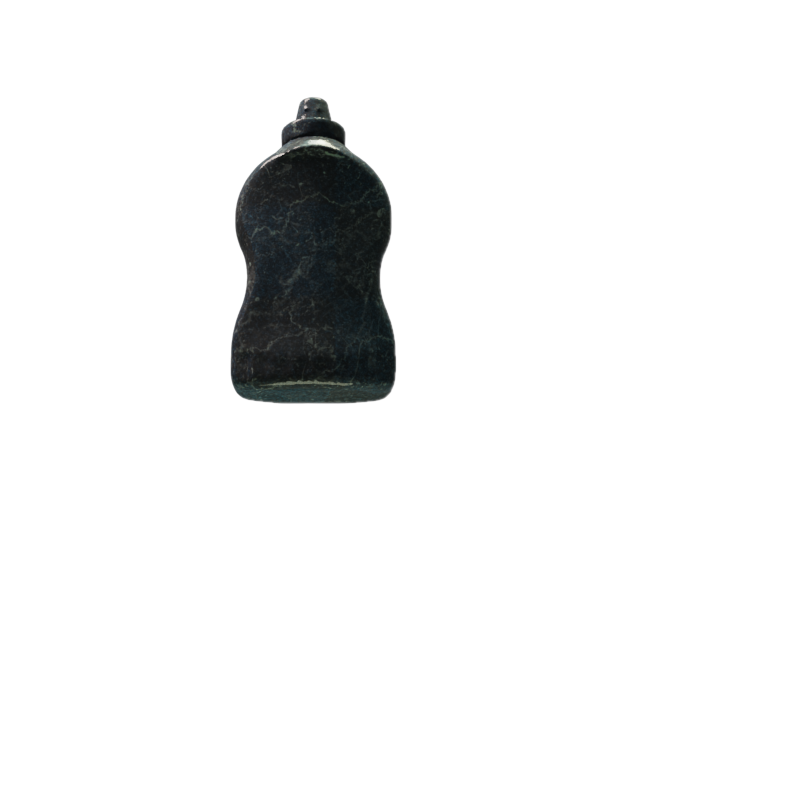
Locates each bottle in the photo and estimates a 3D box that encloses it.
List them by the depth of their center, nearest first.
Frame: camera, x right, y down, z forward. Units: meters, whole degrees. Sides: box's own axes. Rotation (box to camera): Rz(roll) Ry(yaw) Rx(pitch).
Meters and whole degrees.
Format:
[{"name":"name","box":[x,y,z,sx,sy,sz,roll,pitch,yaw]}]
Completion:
[{"name":"bottle","box":[-0.053,-0.097,0.677,0.096,0.201,0.056,-1,-19,0]}]
